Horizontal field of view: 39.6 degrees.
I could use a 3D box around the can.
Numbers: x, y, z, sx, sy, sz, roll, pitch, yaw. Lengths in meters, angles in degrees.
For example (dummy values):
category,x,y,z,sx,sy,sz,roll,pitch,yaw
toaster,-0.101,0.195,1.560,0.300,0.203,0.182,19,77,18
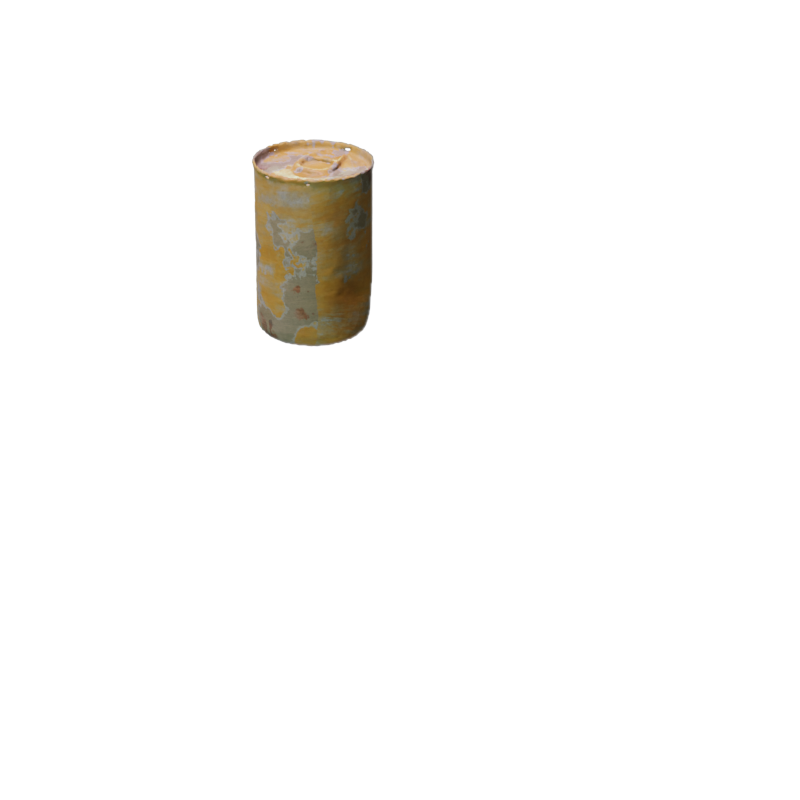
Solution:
category,x,y,z,sx,sy,sz,roll,pitch,yaw
can,-0.050,-0.091,0.638,0.068,0.097,0.073,0,27,-2
